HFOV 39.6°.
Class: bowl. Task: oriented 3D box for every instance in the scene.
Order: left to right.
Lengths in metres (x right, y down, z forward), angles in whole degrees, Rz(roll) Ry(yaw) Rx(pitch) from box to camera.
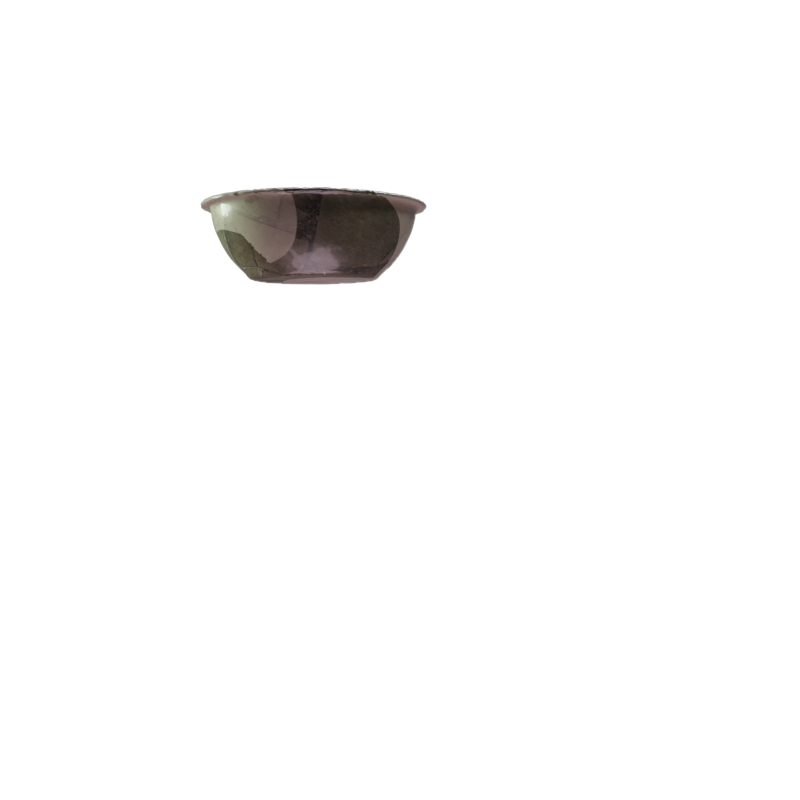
[{"bbox_3d":[-0.062,-0.113,0.790,0.162,0.055,0.161,0,1,-2],"label":"bowl"}]
